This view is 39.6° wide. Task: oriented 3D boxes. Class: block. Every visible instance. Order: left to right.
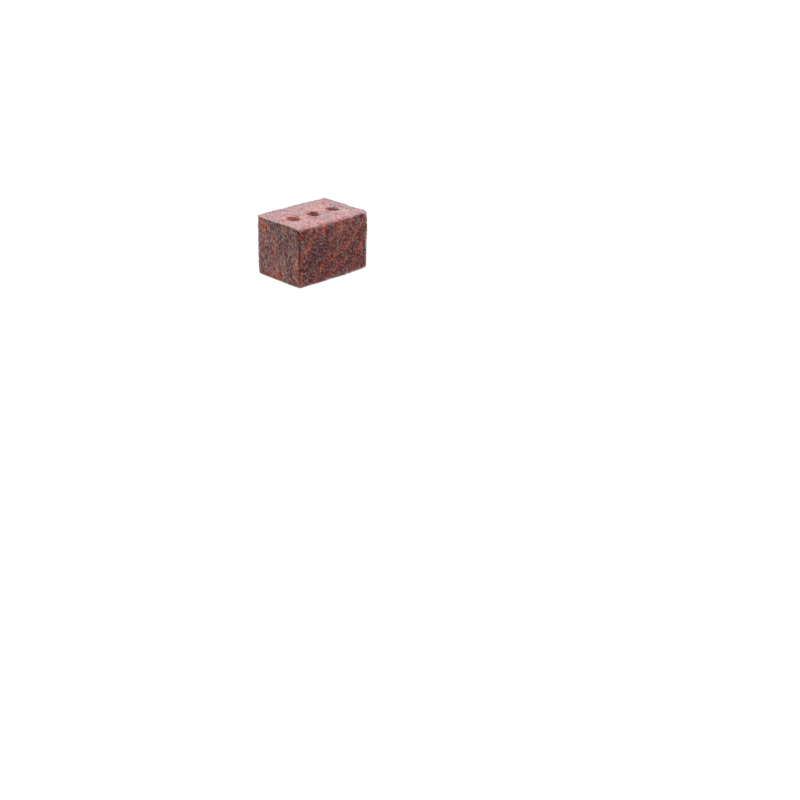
[{"bbox_3d":[-0.072,-0.131,0.915,0.056,0.049,0.077,21,31,40],"label":"block"}]
